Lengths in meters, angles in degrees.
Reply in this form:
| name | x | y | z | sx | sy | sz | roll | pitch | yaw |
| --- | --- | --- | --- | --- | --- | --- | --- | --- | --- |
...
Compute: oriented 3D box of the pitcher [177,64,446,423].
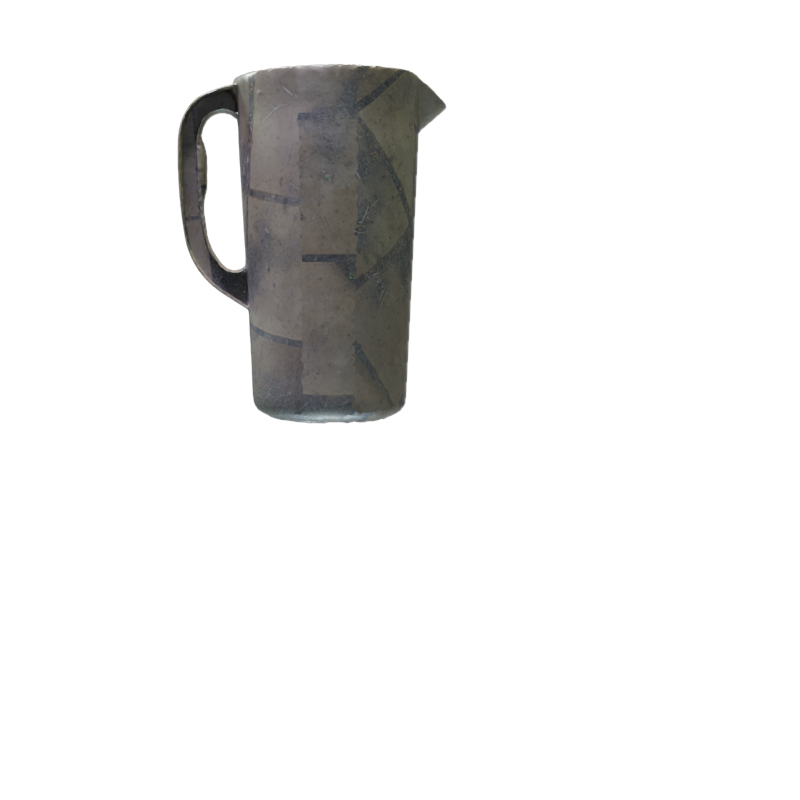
| name | x | y | z | sx | sy | sz | roll | pitch | yaw |
| --- | --- | --- | --- | --- | --- | --- | --- | --- | --- |
| pitcher | -0.061 | -0.112 | 0.781 | 0.155 | 0.243 | 0.140 | 1 | 2 | 38 |
